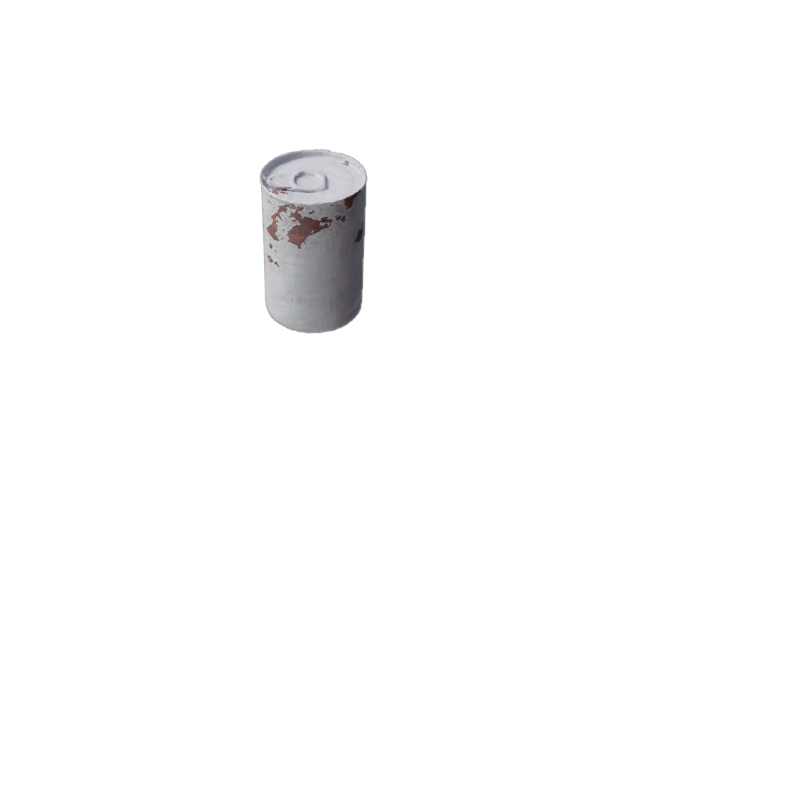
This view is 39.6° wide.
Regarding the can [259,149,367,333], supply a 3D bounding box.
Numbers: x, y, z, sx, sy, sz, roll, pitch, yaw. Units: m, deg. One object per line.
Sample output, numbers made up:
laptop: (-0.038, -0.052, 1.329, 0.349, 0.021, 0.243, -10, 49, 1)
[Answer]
can: (-0.057, -0.103, 0.724, 0.068, 0.095, 0.073, 0, 38, -3)
